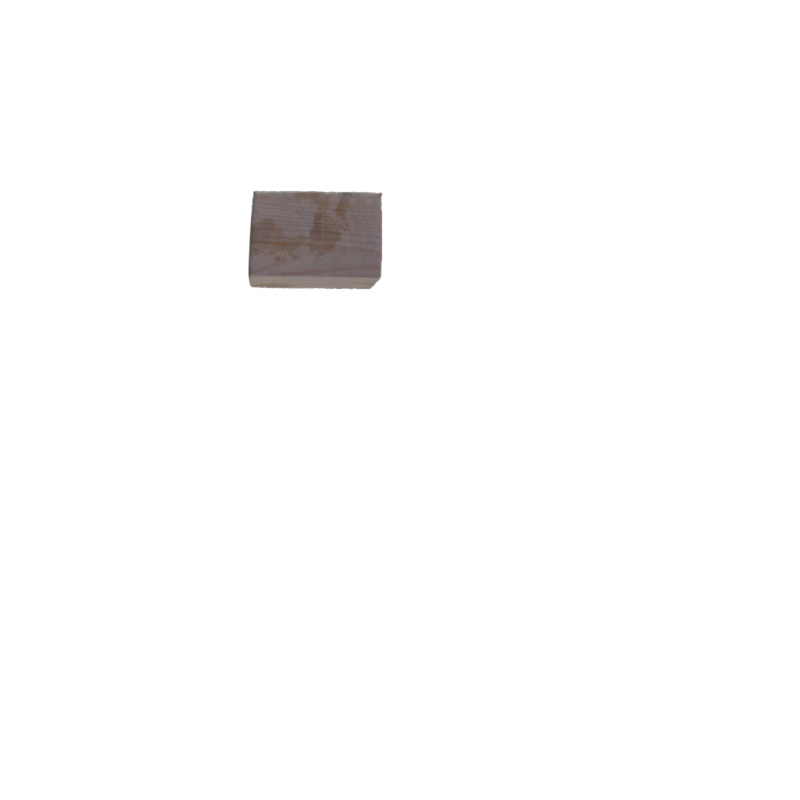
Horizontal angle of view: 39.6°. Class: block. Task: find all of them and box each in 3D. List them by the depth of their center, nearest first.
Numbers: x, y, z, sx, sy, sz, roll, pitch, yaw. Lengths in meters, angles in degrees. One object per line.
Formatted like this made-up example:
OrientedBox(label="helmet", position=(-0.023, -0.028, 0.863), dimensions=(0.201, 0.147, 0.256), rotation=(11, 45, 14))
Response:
OrientedBox(label="block", position=(-0.052, -0.095, 0.664), dimensions=(0.077, 0.052, 0.052), rotation=(0, -5, -5))
